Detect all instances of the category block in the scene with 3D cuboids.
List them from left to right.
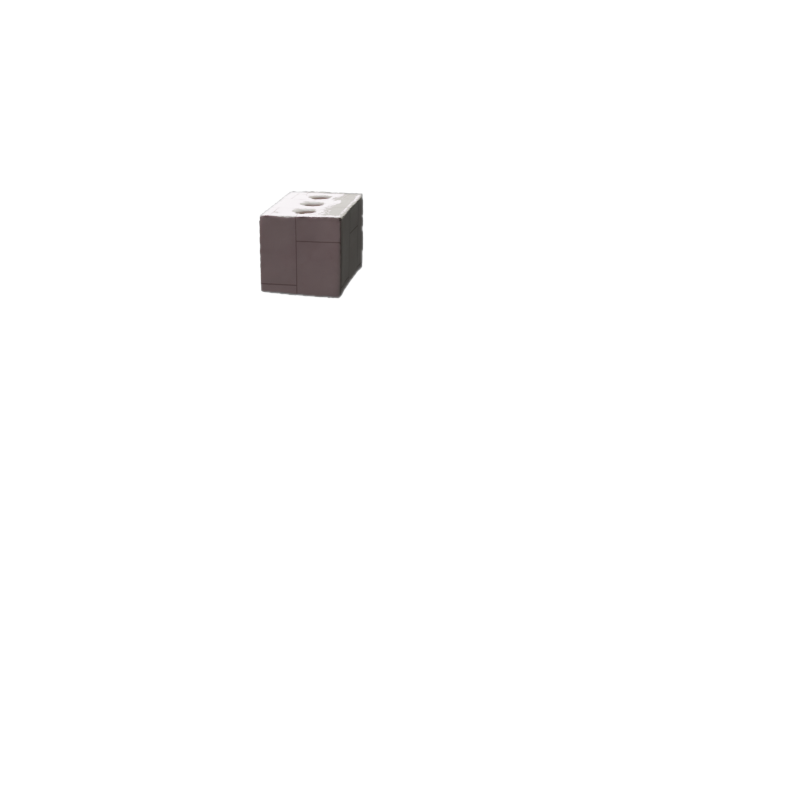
[{"bbox_3d":[-0.056,-0.102,0.714,0.053,0.049,0.080,3,20,8],"label":"block"}]
